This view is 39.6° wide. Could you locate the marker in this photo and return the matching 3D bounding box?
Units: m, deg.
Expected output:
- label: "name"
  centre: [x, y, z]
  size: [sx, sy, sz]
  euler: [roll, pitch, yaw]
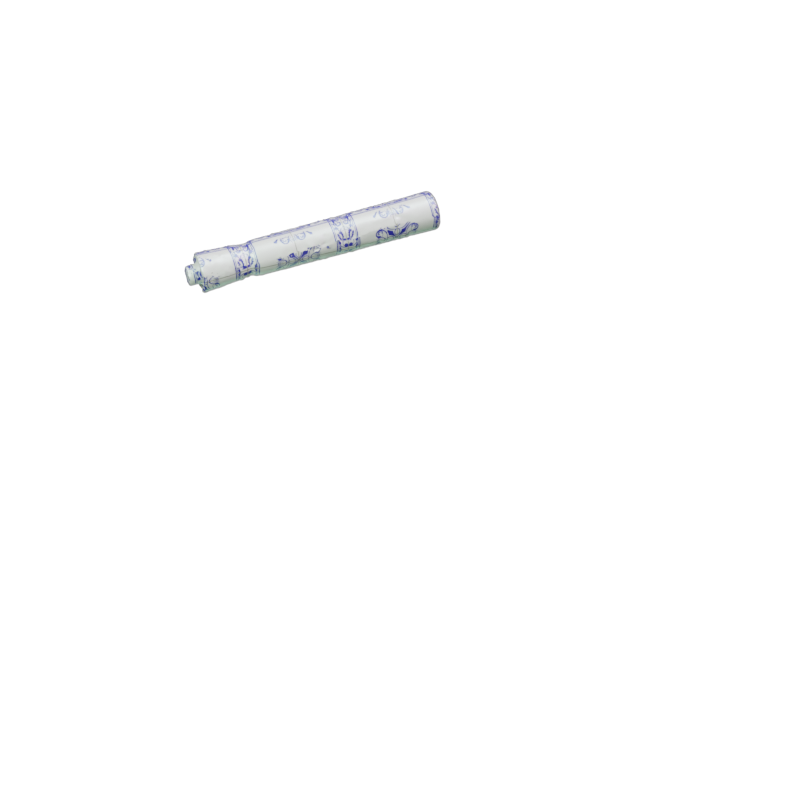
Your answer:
- label: "marker"
  centre: [-0.040, -0.073, 0.510]
  size: [0.120, 0.019, 0.020]
  euler: [-17, 9, -14]
